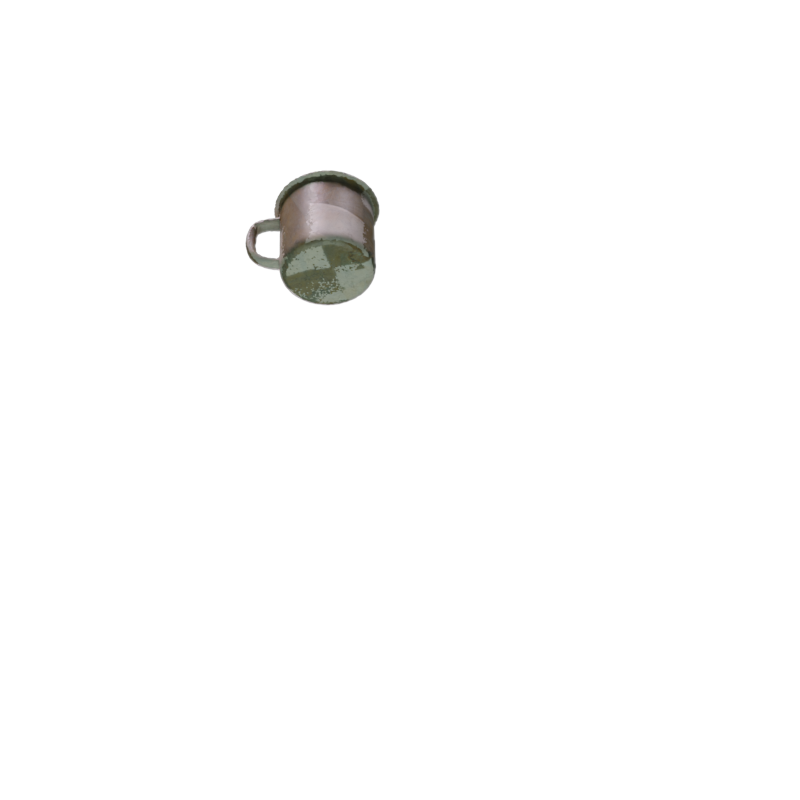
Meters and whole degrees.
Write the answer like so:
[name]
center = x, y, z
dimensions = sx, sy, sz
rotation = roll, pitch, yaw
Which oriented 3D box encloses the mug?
[mug]
center = -0.075, -0.136, 0.955
dimensions = 0.117, 0.087, 0.087
rotation = -1, -42, -1
